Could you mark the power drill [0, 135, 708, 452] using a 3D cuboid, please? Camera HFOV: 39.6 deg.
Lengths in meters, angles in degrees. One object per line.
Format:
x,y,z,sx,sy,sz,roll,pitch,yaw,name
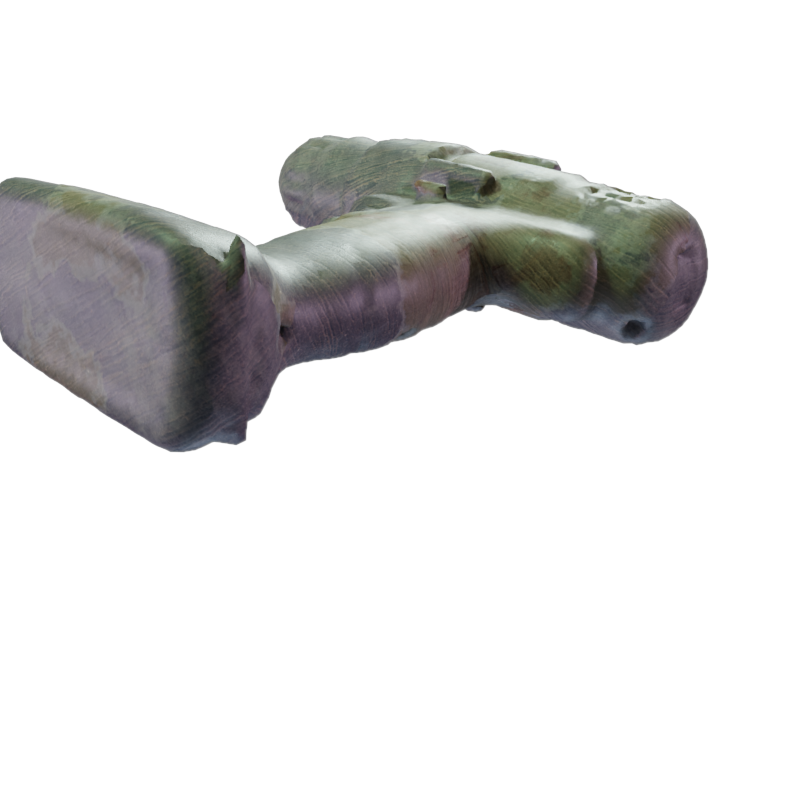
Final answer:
-0.028,-0.050,0.353,0.184,0.055,0.196,-18,27,-39,power drill
